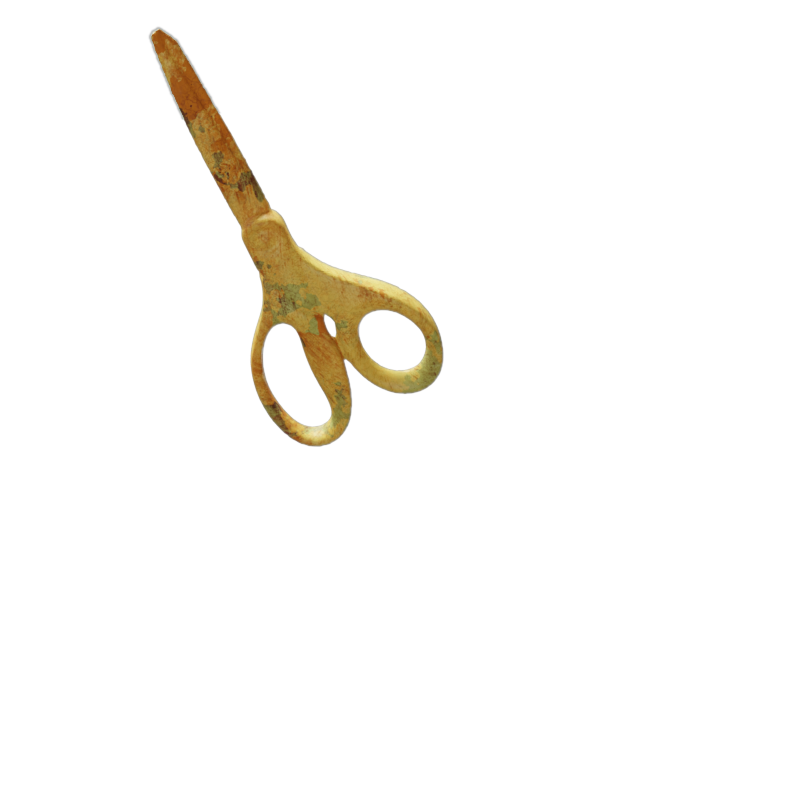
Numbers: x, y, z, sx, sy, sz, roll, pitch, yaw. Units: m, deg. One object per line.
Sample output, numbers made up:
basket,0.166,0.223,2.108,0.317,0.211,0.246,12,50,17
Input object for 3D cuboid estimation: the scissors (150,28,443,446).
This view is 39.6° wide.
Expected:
scissors,-0.037,-0.068,0.474,0.096,0.190,0.017,-8,26,4
